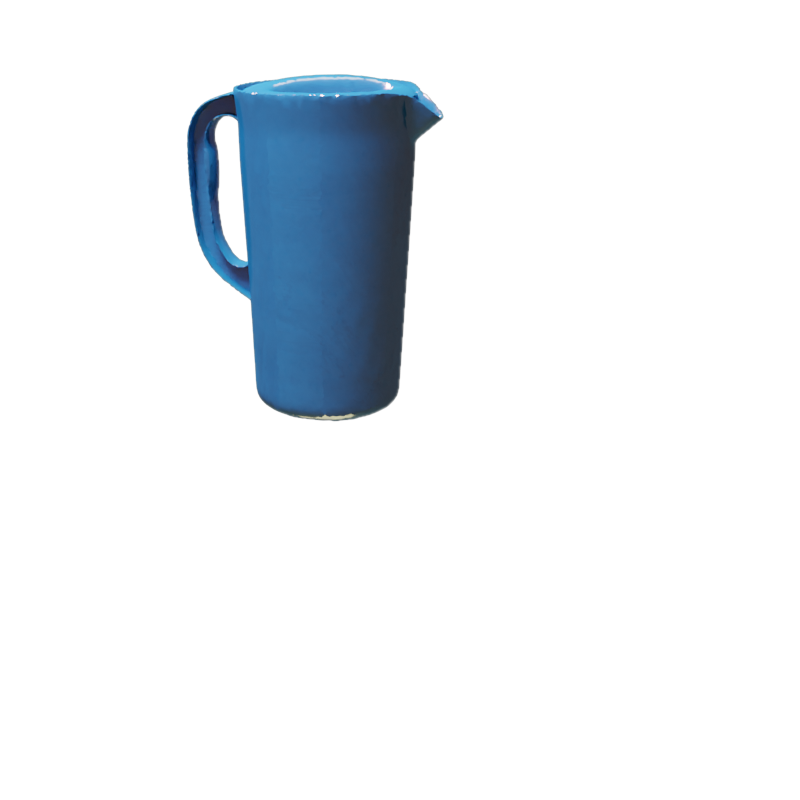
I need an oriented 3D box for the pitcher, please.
[{"bbox_3d":[-0.064,-0.116,0.813,0.141,0.235,0.158,-8,18,-30],"label":"pitcher"}]
